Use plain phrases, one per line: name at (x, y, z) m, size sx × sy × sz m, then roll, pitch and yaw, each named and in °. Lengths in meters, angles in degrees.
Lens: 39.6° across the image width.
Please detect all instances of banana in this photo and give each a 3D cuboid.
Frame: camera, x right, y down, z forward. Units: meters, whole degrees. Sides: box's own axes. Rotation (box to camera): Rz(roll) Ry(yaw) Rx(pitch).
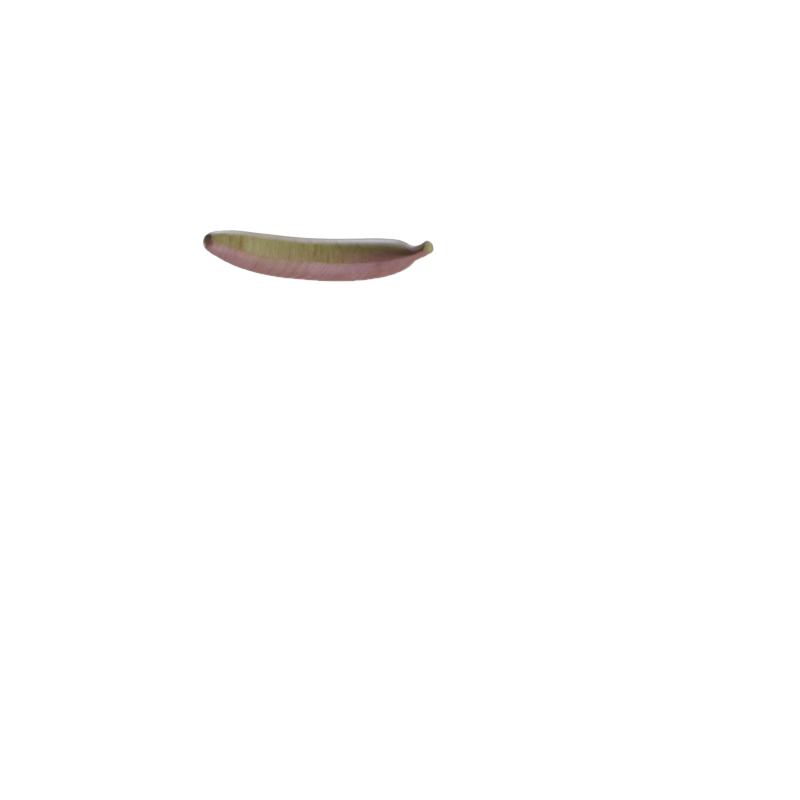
banana at (-0.073, -0.131, 0.980) m, size 0.197 × 0.039 × 0.066 m, roll 0°, pitch -24°, yaw -1°
